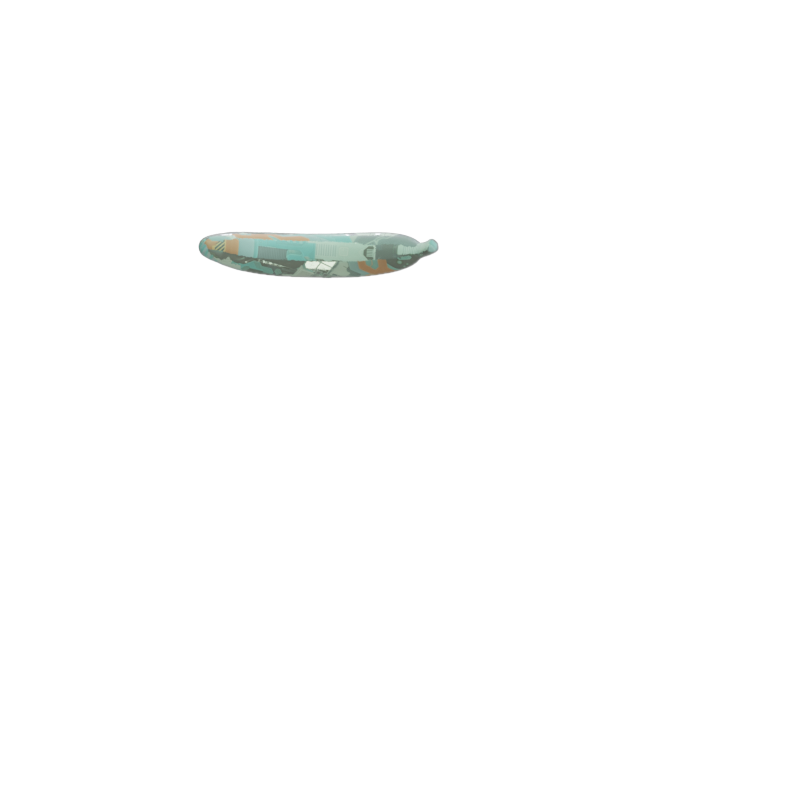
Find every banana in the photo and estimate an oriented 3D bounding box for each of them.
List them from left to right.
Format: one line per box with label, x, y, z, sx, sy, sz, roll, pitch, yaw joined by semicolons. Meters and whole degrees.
banana;-0.068;-0.127;0.940;0.199;0.038;0.066;-1;-17;4
